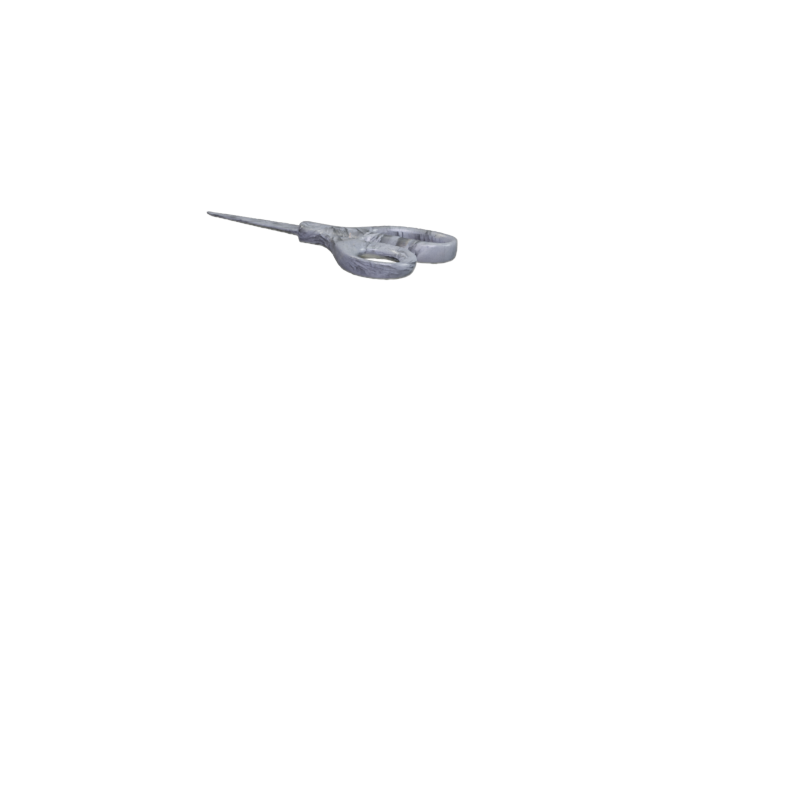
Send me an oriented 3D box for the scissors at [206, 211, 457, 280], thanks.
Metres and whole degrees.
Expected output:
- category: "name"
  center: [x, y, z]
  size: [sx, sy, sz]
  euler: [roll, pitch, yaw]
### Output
- category: "scissors"
  center: [-0.062, -0.113, 0.790]
  size: [0.207, 0.015, 0.098]
  euler: [7, 25, 16]
